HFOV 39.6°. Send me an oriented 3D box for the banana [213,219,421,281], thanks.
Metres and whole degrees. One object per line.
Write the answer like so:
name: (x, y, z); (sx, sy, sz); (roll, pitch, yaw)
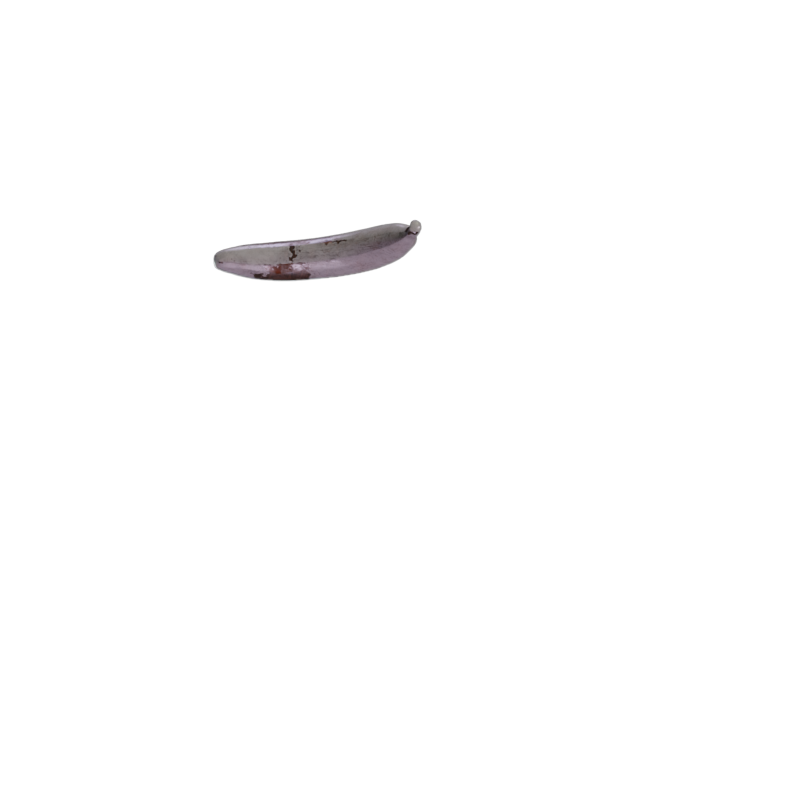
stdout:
banana: (-0.067, -0.134, 0.992); (0.201, 0.039, 0.065); (-8, -24, 20)
